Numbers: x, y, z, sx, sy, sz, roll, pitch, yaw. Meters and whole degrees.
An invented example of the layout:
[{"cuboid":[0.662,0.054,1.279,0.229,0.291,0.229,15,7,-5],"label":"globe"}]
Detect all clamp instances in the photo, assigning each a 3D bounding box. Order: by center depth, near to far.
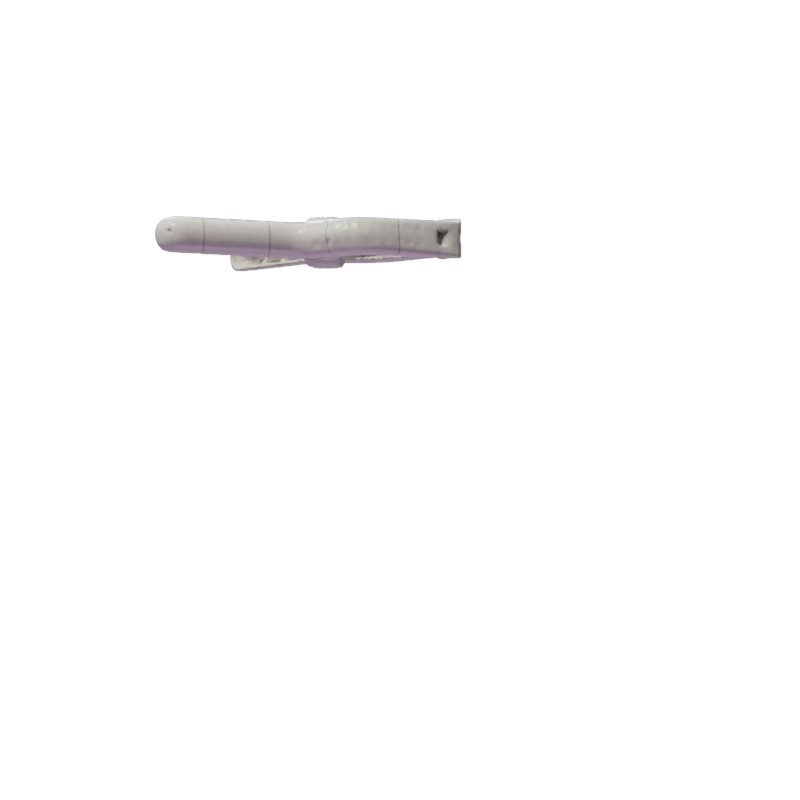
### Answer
[{"cuboid":[-0.063,-0.115,0.808,0.215,0.037,0.159,1,2,21],"label":"clamp"}]
